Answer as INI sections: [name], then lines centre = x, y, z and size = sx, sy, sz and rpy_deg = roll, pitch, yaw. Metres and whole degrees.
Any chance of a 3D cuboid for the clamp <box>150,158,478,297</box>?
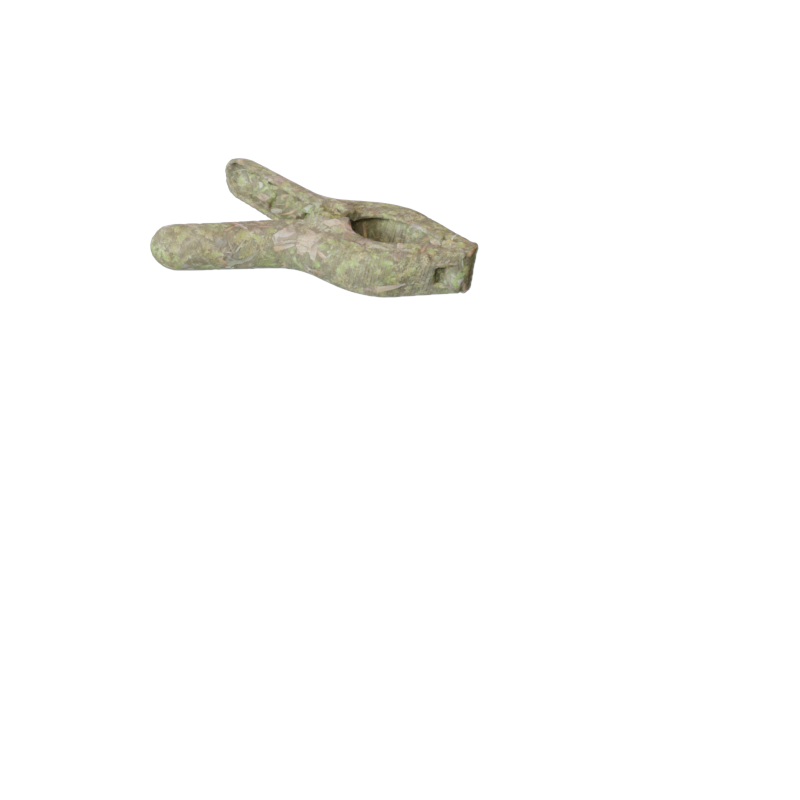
[clamp]
centre = -0.048, -0.087, 0.609
size = 0.178, 0.037, 0.124
rpy_deg = 16, 40, 20
